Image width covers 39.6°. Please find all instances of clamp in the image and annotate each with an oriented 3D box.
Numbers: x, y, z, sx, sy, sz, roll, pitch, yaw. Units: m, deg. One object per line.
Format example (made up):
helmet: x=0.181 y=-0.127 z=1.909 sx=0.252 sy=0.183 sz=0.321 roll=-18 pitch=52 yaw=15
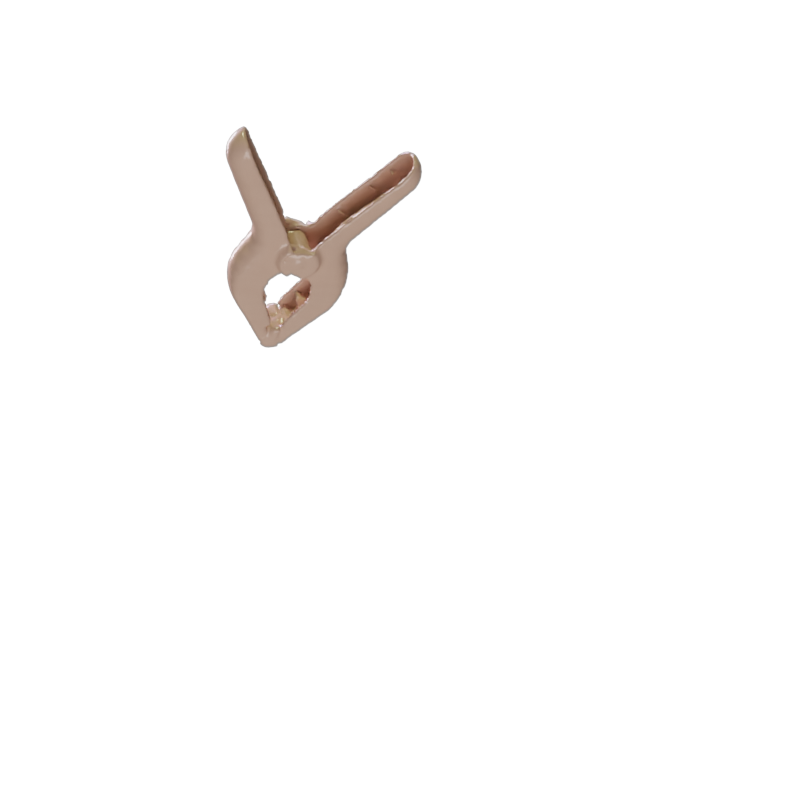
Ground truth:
clamp: x=-0.056 y=-0.101 z=0.710 sx=0.119 sy=0.042 sz=0.161 roll=6 pitch=-42 yaw=-7
